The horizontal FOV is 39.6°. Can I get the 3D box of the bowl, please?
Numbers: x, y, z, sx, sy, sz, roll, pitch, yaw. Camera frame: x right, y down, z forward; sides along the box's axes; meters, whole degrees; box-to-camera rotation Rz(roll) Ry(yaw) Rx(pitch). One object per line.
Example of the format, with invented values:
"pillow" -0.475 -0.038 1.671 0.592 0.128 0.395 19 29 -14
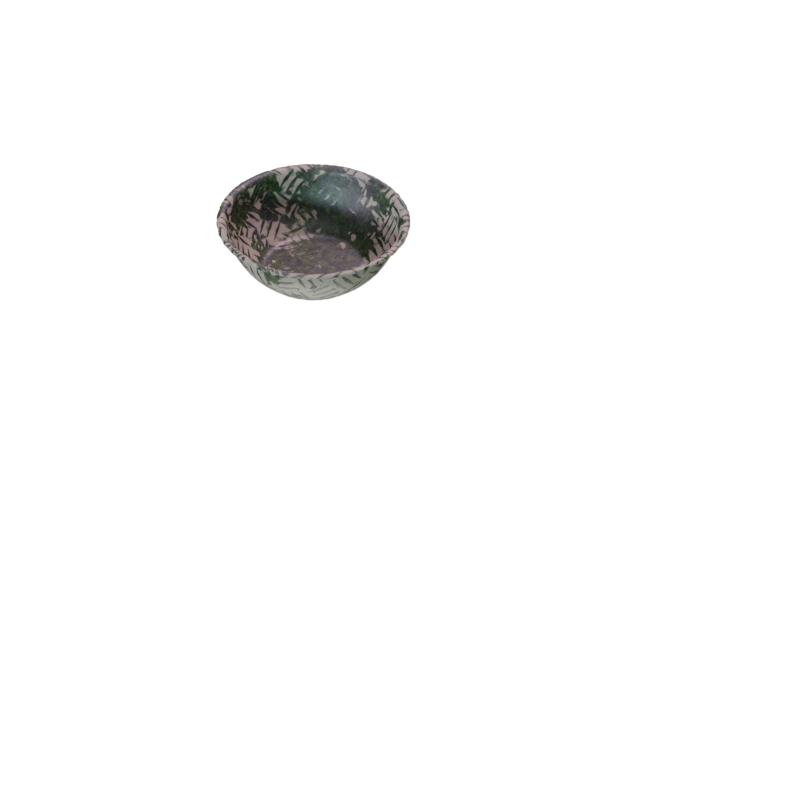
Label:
"bowl" -0.073 -0.134 0.939 0.162 0.051 0.174 -1 41 -2
